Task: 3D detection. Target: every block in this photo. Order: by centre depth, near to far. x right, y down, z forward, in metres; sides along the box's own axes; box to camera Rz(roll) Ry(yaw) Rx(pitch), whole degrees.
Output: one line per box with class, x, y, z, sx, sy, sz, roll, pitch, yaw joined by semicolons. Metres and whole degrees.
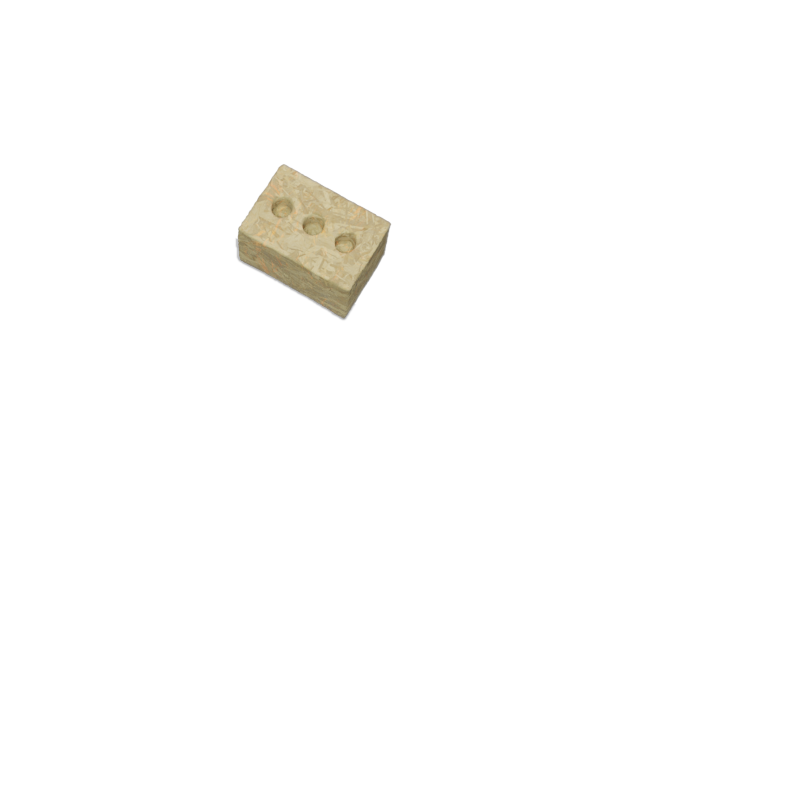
block;-0.052;-0.095;0.668;0.080;0.054;0.049;29;-18;9
